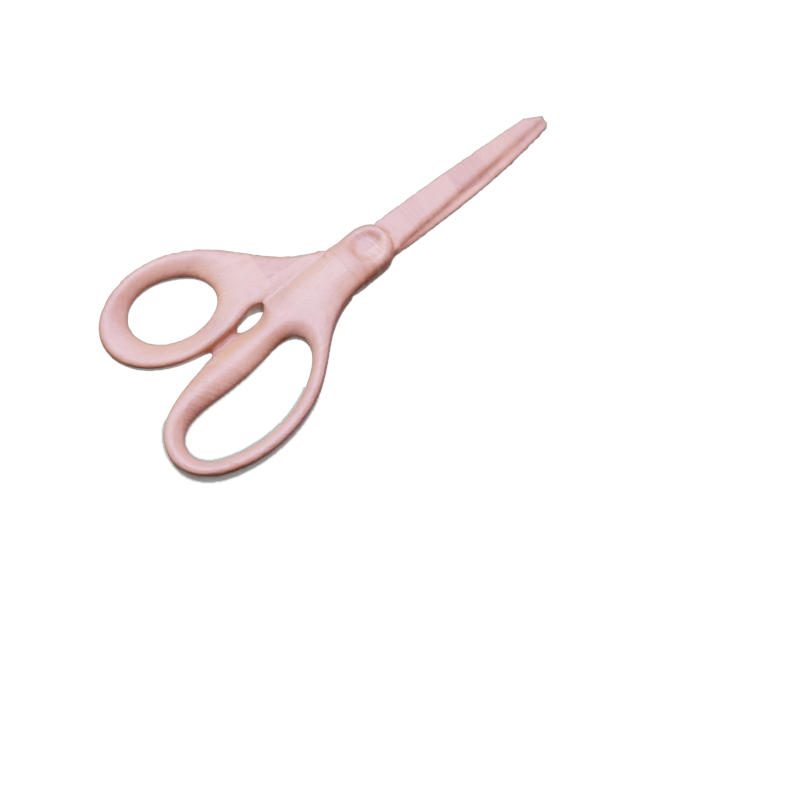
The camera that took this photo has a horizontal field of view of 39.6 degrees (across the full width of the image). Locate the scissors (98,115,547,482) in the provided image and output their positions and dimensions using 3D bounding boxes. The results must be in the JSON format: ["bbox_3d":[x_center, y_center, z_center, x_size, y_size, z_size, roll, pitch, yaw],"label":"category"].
[{"bbox_3d":[-0.033,-0.061,0.425,0.100,0.207,0.015,29,-24,14],"label":"scissors"}]
